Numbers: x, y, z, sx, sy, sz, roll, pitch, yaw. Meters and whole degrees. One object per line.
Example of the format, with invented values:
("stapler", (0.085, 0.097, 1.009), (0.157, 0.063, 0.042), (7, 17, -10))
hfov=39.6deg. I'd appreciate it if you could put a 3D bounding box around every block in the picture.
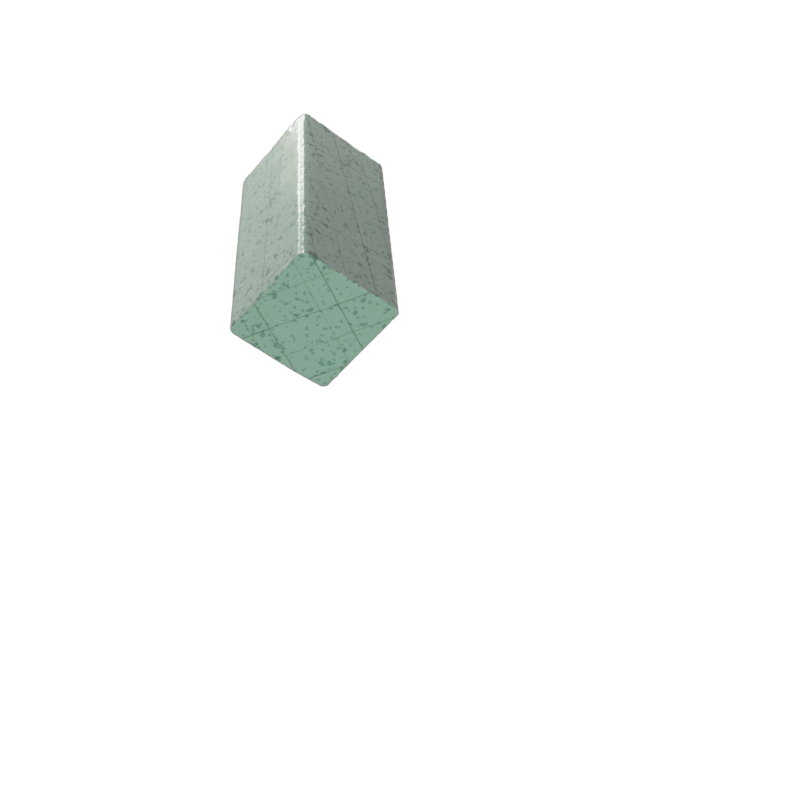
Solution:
("block", (-0.069, -0.124, 0.867), (0.086, 0.089, 0.221), (31, 31, -25))
